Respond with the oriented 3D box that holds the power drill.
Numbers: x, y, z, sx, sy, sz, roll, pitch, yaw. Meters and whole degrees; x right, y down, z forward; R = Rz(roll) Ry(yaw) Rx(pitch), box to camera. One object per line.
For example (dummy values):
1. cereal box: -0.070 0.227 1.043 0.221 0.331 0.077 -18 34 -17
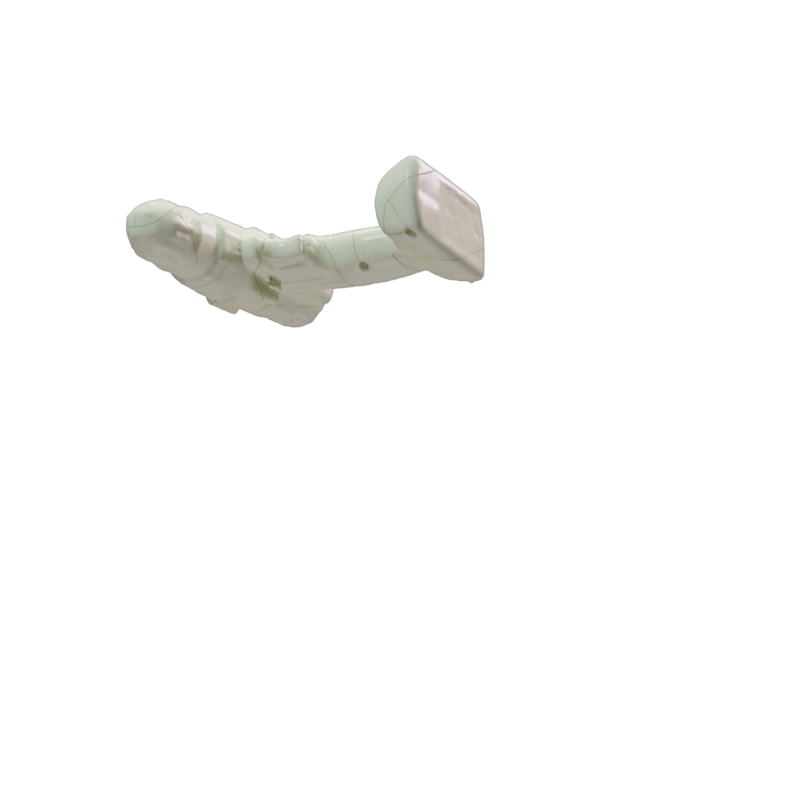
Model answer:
1. power drill: -0.055 -0.101 0.707 0.192 0.060 0.173 -8 -15 31
